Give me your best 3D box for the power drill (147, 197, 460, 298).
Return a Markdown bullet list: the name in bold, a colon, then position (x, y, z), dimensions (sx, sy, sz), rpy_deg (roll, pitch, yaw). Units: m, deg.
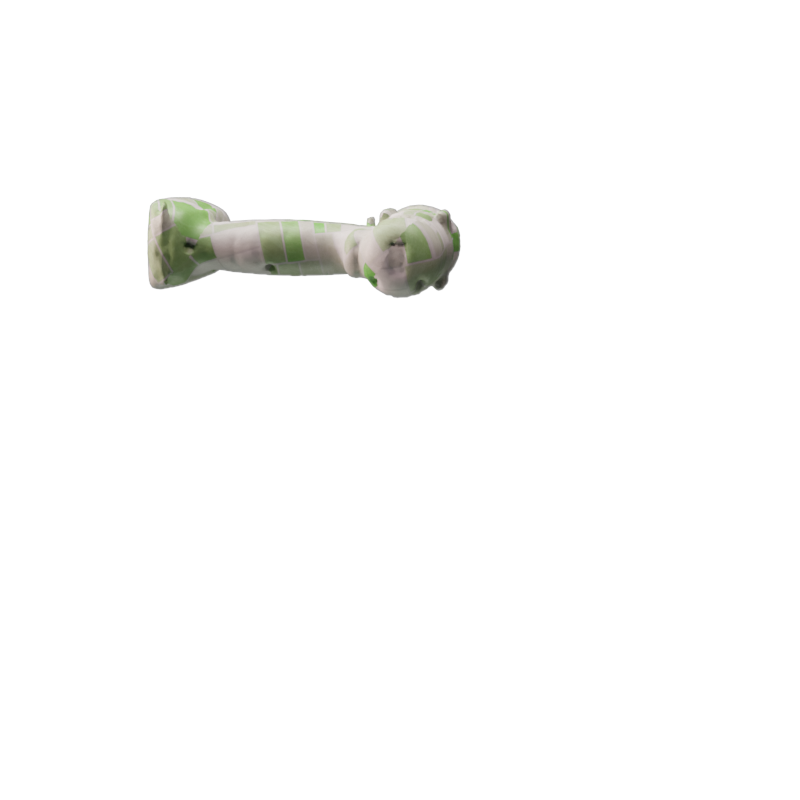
- **power drill**: position (-0.056, -0.102, 0.716), dimensions (0.190, 0.057, 0.185), rpy_deg (2, 10, 9)
